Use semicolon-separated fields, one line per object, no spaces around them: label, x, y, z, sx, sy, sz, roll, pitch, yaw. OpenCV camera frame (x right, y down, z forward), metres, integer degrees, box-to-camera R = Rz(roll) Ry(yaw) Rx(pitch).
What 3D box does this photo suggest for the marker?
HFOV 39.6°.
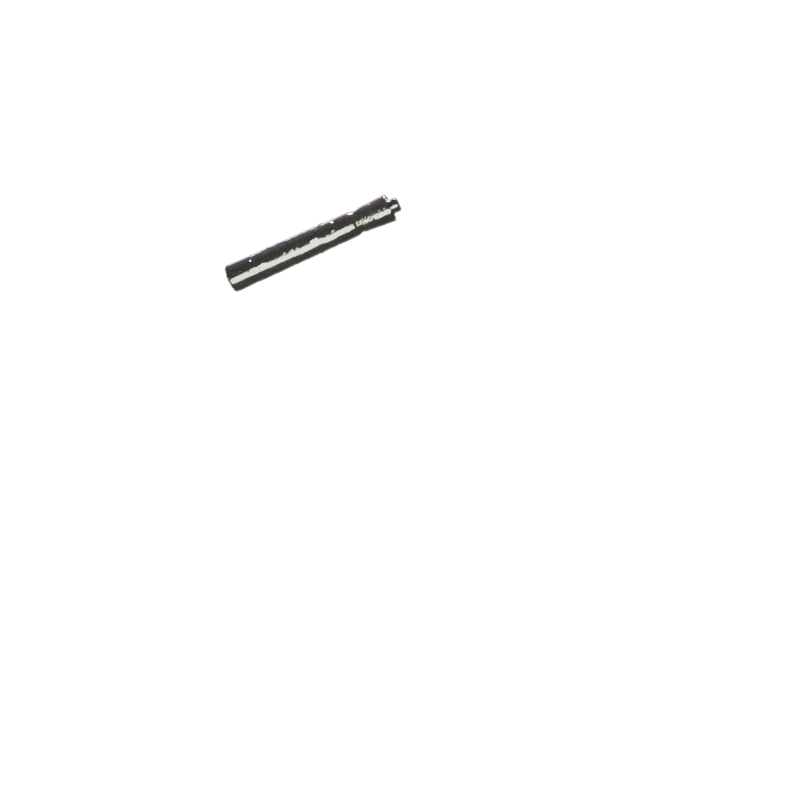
marker;-0.056;-0.102;0.716;0.121;0.020;0.020;-23;0;10
